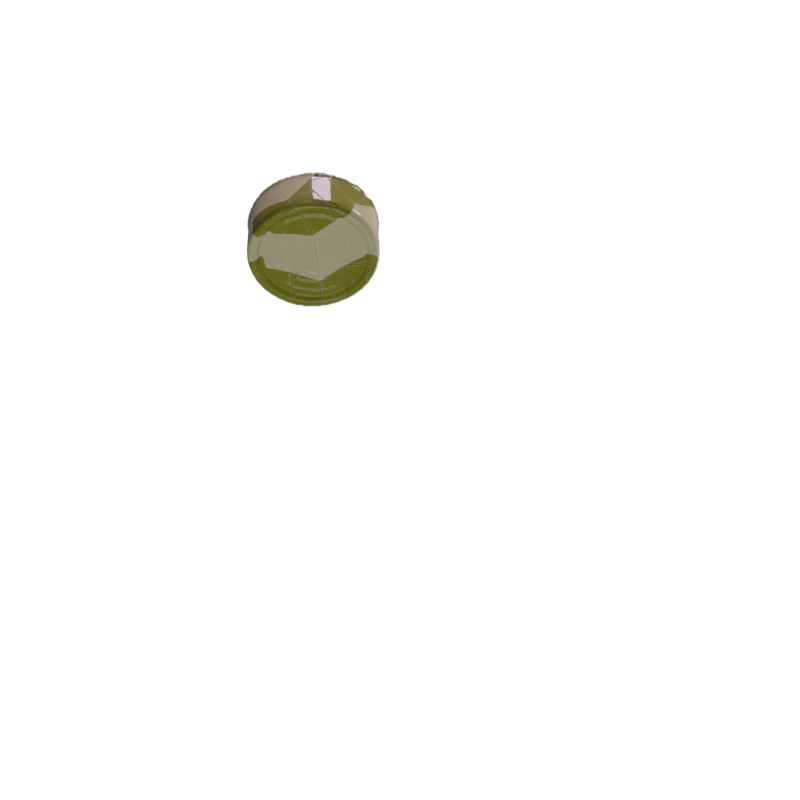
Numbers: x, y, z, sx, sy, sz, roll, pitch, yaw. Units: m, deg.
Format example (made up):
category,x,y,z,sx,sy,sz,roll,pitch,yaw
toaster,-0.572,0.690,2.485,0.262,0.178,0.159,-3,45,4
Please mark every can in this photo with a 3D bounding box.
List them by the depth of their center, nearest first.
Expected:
category,x,y,z,sx,sy,sz,roll,pitch,yaw
can,-0.056,-0.101,0.710,0.086,0.080,0.036,1,42,-1
